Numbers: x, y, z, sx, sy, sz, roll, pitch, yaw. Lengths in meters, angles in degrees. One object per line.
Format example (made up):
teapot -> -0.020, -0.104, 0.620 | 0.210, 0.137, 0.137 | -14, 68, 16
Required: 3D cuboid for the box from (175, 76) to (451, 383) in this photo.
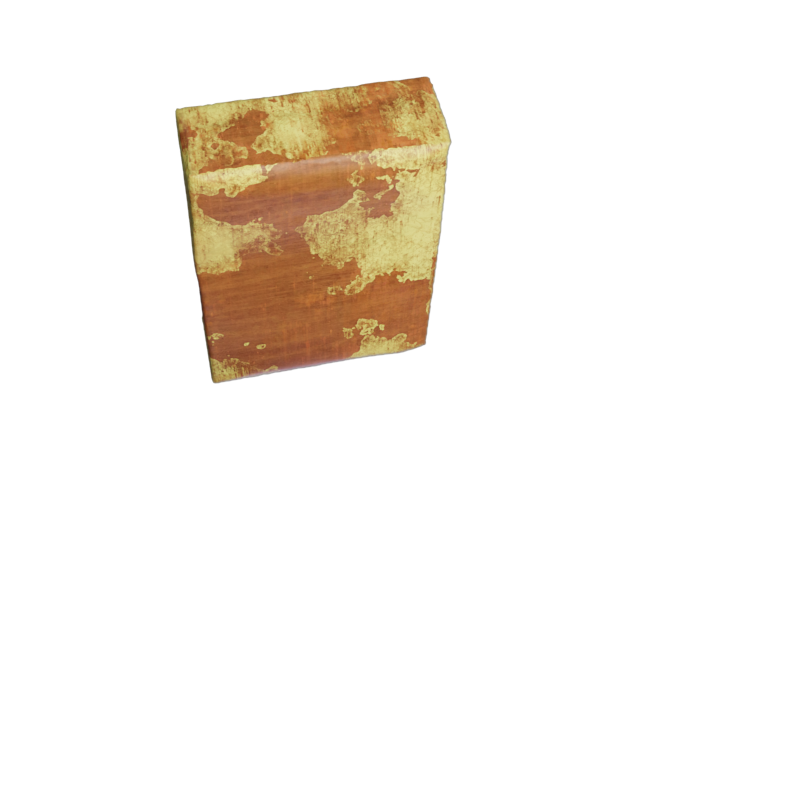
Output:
box -> -0.059, -0.107, 0.750 | 0.163, 0.077, 0.200 | -9, -35, -9
